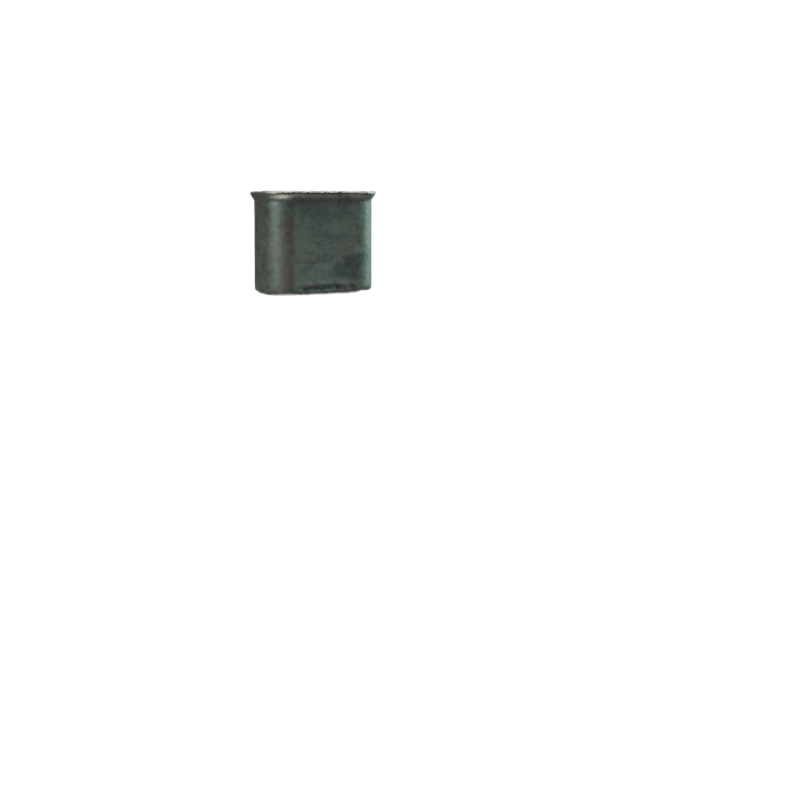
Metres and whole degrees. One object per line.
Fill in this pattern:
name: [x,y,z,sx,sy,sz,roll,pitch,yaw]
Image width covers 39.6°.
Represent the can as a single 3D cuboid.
can: [-0.072,-0.131,0.915,0.099,0.083,0.060,-4,6,-29]
